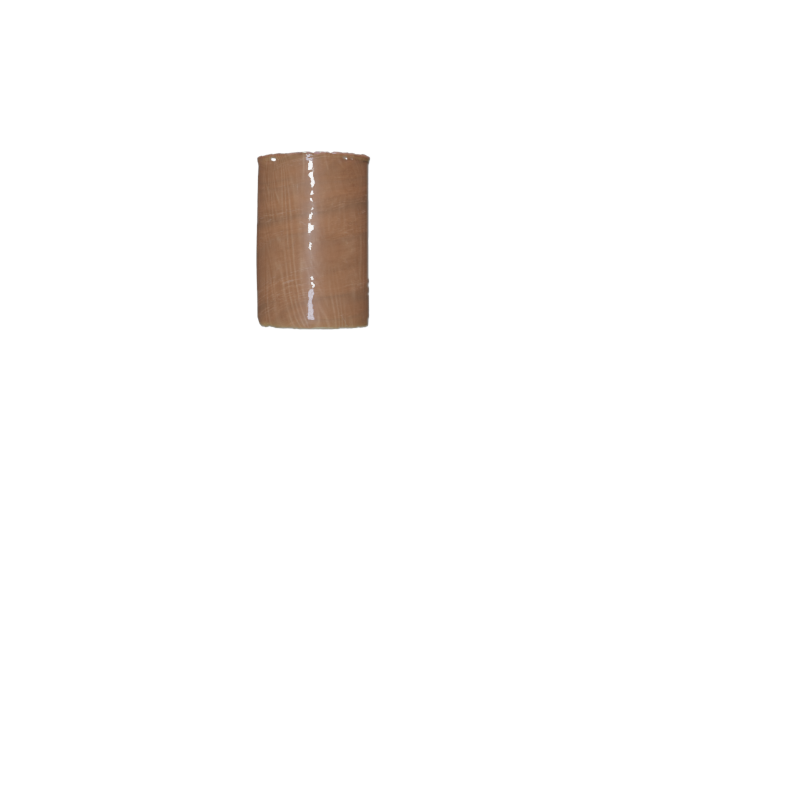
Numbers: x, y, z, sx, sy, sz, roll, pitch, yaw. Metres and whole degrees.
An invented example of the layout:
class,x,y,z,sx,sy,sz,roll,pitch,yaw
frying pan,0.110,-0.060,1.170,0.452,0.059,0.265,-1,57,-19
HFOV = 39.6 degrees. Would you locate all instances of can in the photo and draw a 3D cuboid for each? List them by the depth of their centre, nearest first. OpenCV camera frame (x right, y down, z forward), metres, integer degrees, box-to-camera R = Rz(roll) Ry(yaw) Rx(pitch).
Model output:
class,x,y,z,sx,sy,sz,roll,pitch,yaw
can,-0.052,-0.095,0.665,0.068,0.102,0.069,0,1,-2
